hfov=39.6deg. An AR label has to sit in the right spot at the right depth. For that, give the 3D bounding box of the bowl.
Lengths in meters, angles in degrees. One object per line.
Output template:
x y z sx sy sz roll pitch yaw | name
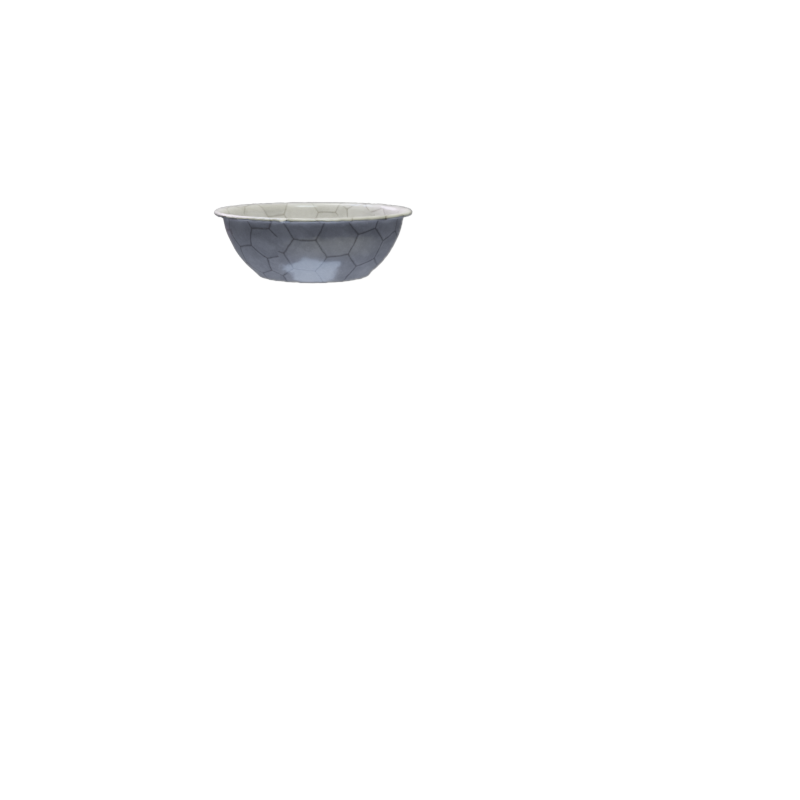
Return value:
-0.071 -0.129 0.905 0.162 0.054 0.167 0 14 -2 | bowl
